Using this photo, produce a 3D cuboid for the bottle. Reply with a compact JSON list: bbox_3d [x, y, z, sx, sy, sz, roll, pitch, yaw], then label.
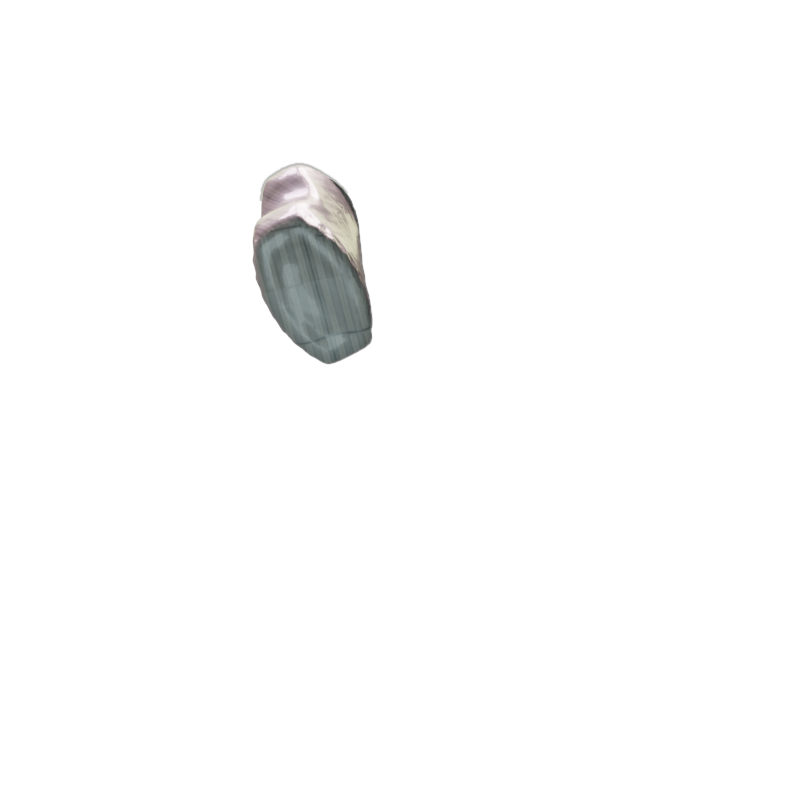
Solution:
[{"bbox_3d":[-0.057,-0.105,0.735,0.058,0.091,0.202,-29,24,10],"label":"bottle"}]
